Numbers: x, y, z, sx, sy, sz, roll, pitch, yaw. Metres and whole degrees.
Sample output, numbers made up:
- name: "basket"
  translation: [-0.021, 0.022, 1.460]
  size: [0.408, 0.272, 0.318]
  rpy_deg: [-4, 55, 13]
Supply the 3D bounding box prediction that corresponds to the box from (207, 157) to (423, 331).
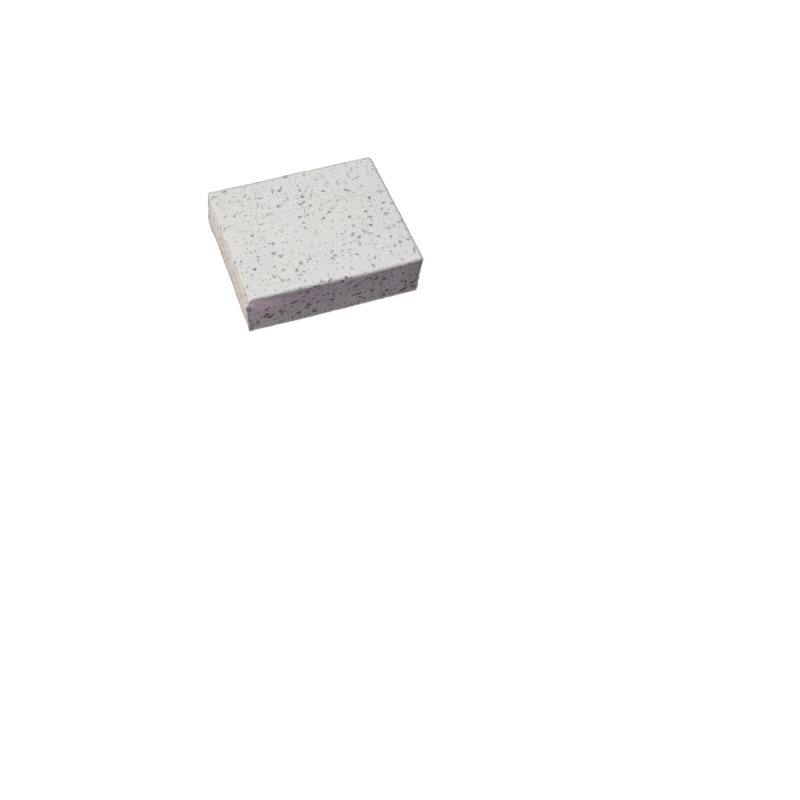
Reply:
- name: "box"
  translation: [-0.054, -0.099, 0.690]
  size: [0.112, 0.097, 0.036]
  rpy_deg: [-17, -35, -13]
